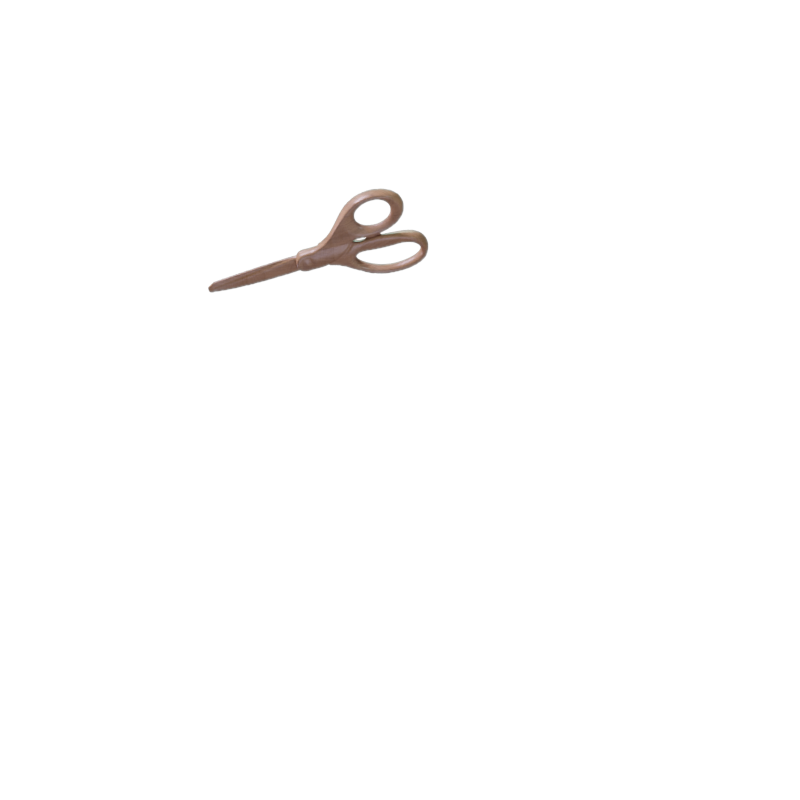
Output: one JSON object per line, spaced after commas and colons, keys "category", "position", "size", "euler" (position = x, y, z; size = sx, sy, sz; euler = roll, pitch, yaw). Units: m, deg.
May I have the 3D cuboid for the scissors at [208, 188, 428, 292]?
{"category": "scissors", "position": [-0.077, -0.140, 0.980], "size": [0.202, 0.089, 0.017], "euler": [-4, 40, 3]}
